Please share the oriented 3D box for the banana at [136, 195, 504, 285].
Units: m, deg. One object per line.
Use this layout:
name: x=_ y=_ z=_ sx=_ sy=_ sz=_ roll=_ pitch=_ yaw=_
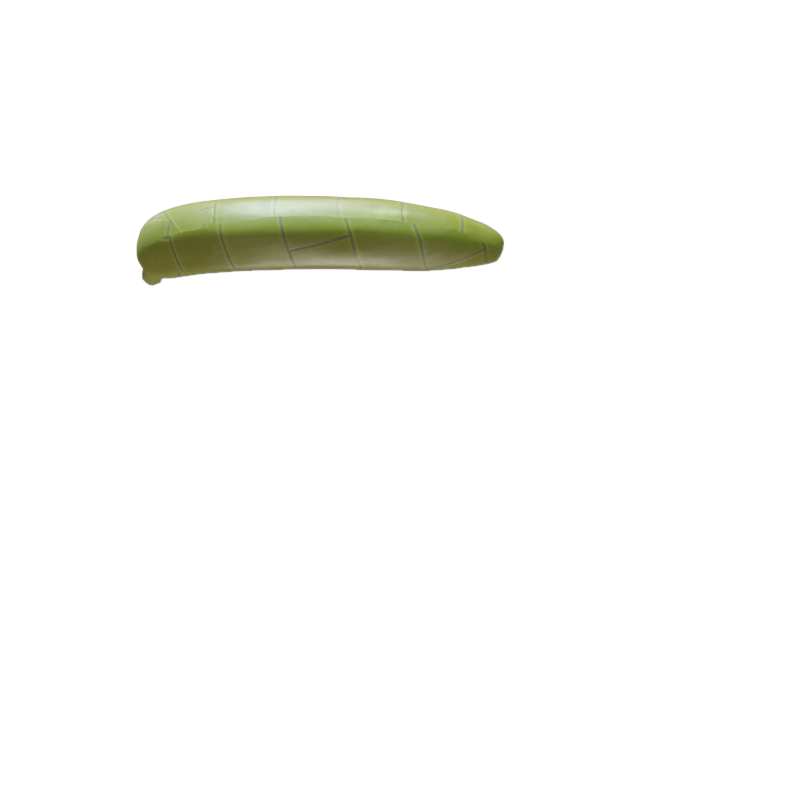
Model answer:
banana: x=-0.053 y=-0.080 z=0.544 sx=0.202 sy=0.037 sz=0.067 roll=0 pitch=-1 yaw=19
